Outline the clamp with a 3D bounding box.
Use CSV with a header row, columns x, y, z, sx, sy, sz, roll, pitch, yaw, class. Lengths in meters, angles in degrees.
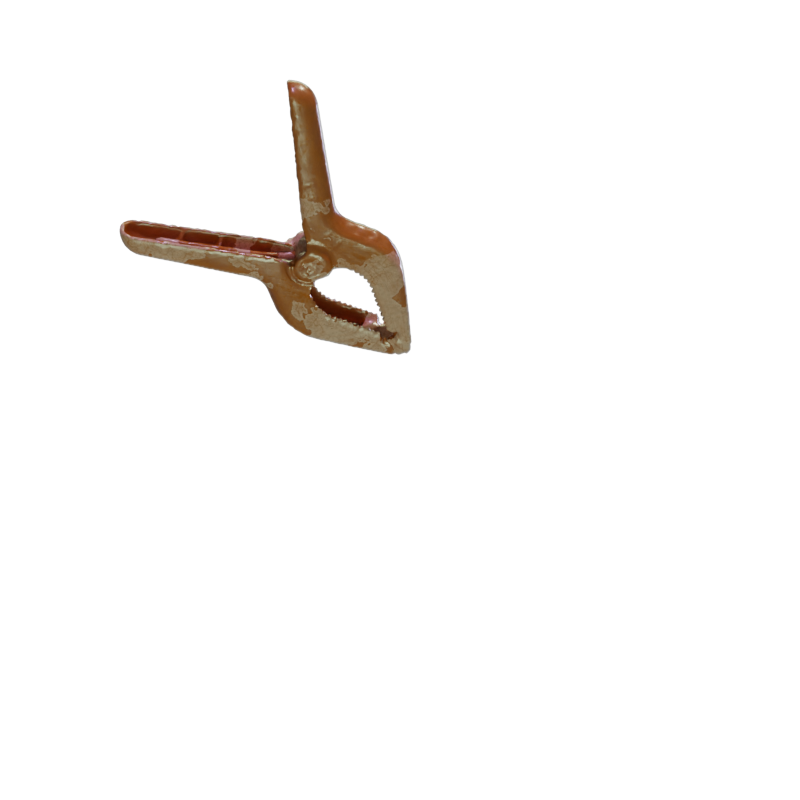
x,y,z,sx,sy,sz,roll,pitch,yaw,class
-0.058,-0.106,0.742,0.200,0.162,0.039,36,28,-23,clamp
